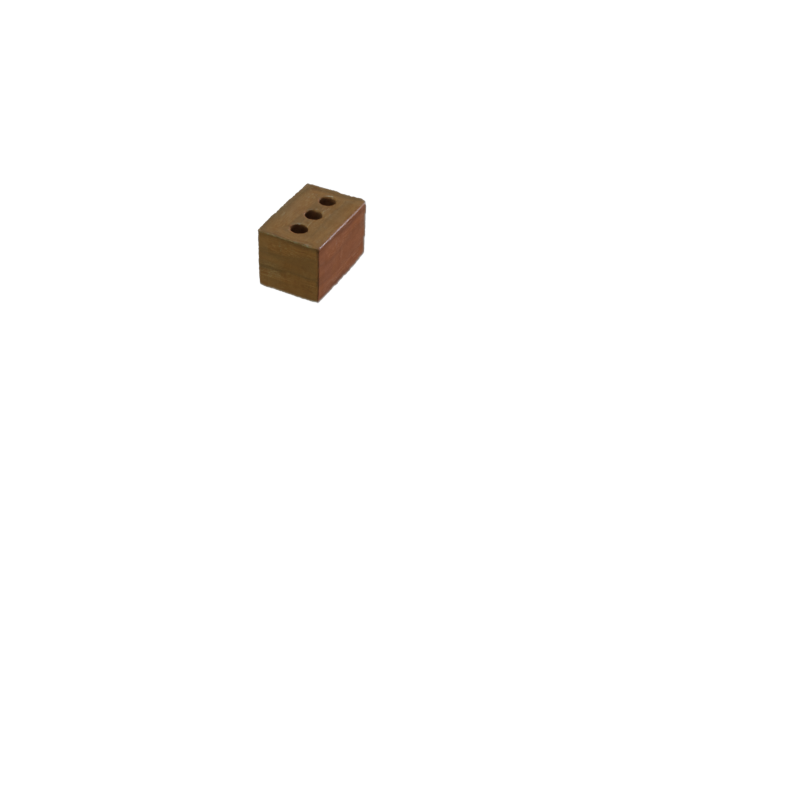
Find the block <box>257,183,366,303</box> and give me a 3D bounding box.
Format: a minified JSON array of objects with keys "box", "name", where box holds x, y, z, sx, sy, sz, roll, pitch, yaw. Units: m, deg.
[{"box":[-0.066,-0.120,0.838,0.055,0.048,0.080,17,42,19],"name":"block"}]
